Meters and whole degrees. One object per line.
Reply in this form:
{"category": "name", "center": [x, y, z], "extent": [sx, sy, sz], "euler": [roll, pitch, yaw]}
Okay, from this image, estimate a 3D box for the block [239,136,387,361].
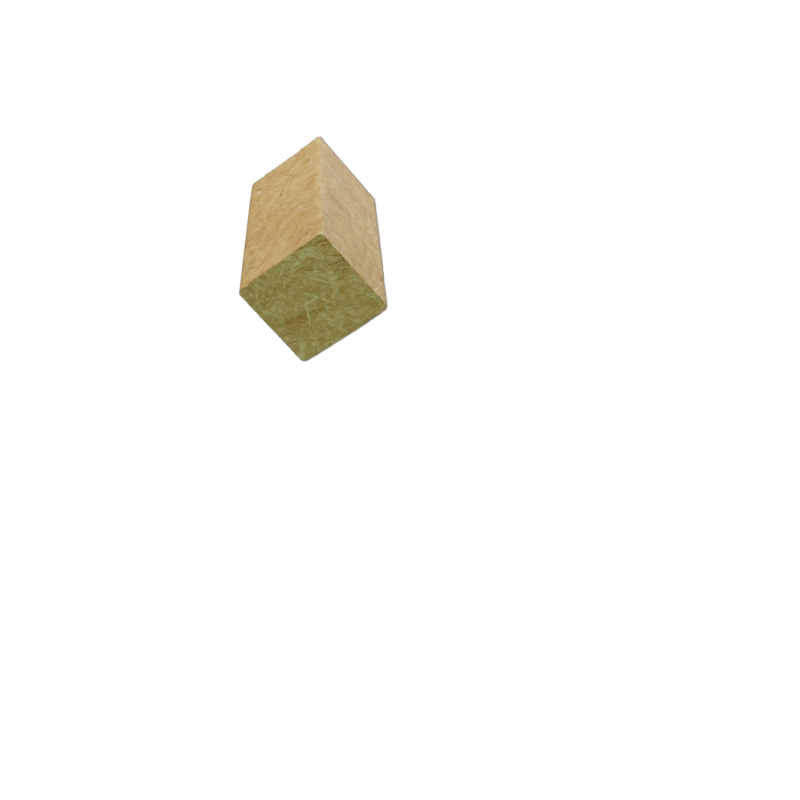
{"category": "block", "center": [-0.078, -0.140, 0.986], "extent": [0.090, 0.085, 0.220], "euler": [-33, 29, 17]}
